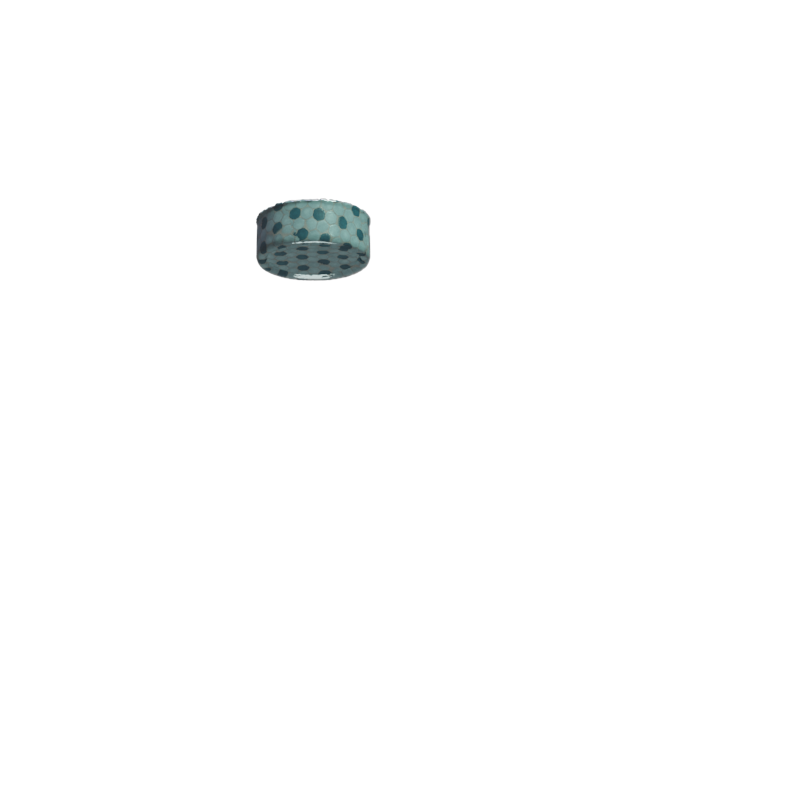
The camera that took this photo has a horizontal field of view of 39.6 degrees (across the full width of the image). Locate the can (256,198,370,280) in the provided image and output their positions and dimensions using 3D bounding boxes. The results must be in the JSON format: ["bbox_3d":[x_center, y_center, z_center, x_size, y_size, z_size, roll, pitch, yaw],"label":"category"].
[{"bbox_3d":[-0.065,-0.118,0.824,0.086,0.035,0.082,0,-15,-2],"label":"can"}]
